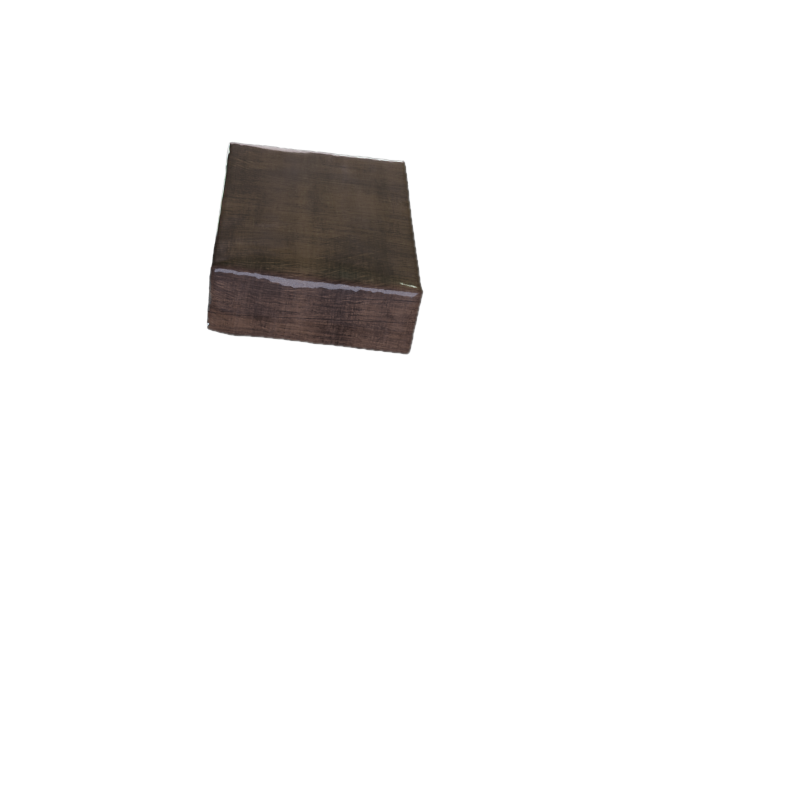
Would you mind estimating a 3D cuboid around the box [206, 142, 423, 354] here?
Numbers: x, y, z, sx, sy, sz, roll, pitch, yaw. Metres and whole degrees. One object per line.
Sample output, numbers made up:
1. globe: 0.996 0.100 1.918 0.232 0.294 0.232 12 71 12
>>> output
1. box: -0.073 -0.134 0.936 0.163 0.068 0.228 5 36 -6
